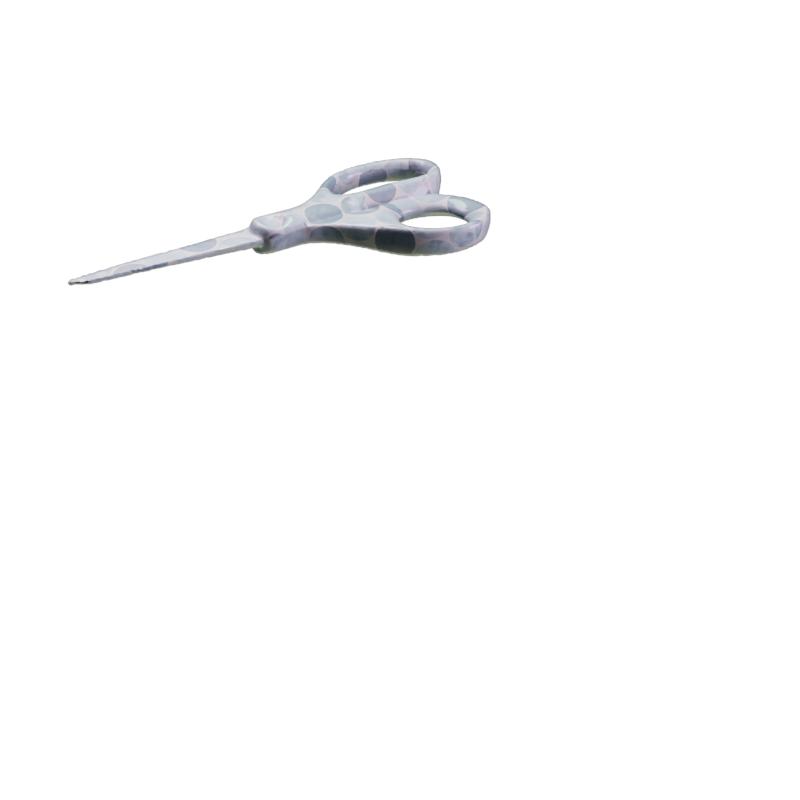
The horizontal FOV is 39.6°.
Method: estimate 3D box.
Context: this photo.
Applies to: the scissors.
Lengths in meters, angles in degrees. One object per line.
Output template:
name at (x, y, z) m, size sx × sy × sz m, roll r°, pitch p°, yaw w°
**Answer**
scissors at (-0.039, -0.072, 0.502) m, size 0.102 × 0.015 × 0.201 m, roll 25°, pitch 40°, yaw 34°
